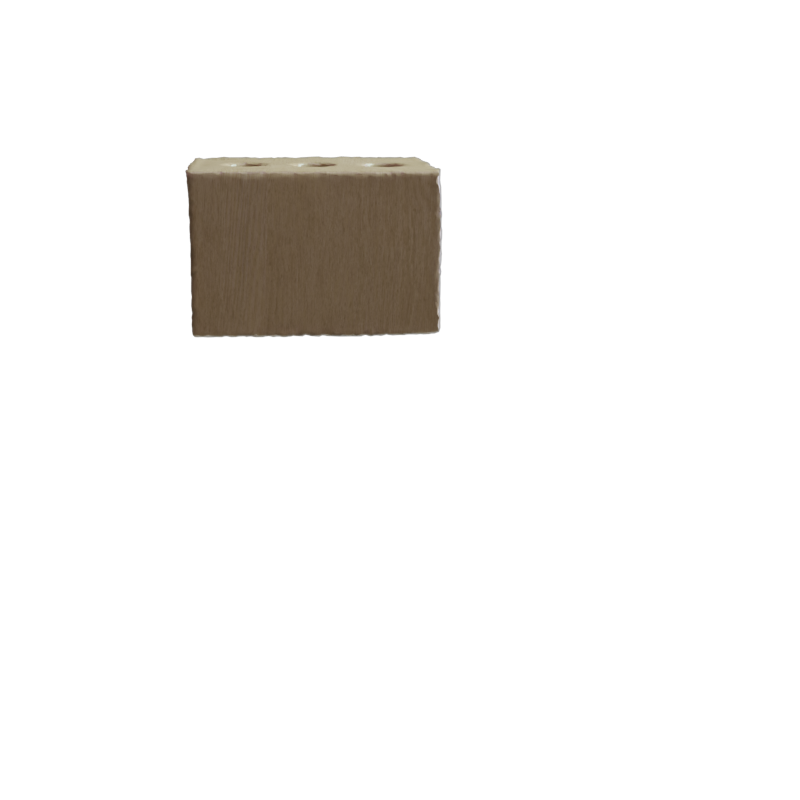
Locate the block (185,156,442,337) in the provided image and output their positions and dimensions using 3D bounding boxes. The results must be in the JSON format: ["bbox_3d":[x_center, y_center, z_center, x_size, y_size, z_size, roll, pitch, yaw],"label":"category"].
[{"bbox_3d":[-0.028,-0.051,0.354,0.077,0.050,0.054,-1,12,-4],"label":"block"}]
